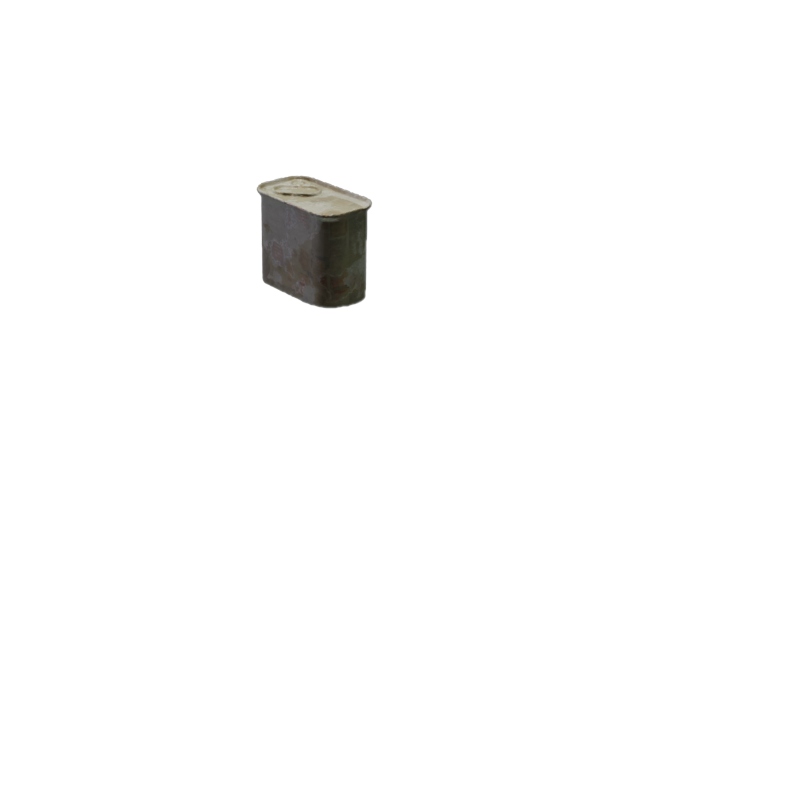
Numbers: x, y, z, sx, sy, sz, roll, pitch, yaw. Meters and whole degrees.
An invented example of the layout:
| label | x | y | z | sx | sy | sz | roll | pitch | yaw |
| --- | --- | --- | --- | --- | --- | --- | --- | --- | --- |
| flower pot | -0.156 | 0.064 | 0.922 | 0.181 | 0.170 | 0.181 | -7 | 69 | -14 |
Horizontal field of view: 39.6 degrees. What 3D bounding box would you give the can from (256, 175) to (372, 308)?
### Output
| label | x | y | z | sx | sy | sz | roll | pitch | yaw |
| --- | --- | --- | --- | --- | --- | --- | --- | --- | --- |
| can | -0.072 | -0.130 | 0.914 | 0.057 | 0.080 | 0.109 | -19 | 32 | -38 |
